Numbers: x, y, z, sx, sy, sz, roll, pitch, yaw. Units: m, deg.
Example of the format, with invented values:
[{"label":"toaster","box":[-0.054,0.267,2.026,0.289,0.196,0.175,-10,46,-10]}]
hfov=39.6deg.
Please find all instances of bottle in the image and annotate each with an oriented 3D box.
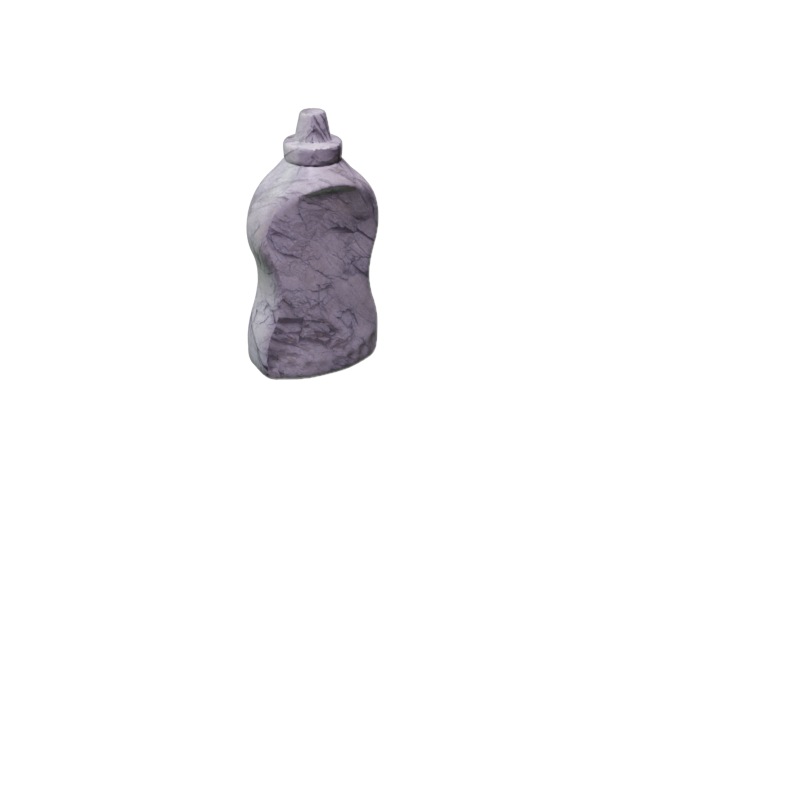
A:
[{"label":"bottle","box":[-0.062,-0.113,0.789,0.094,0.182,0.063,-11,28,-25]}]
